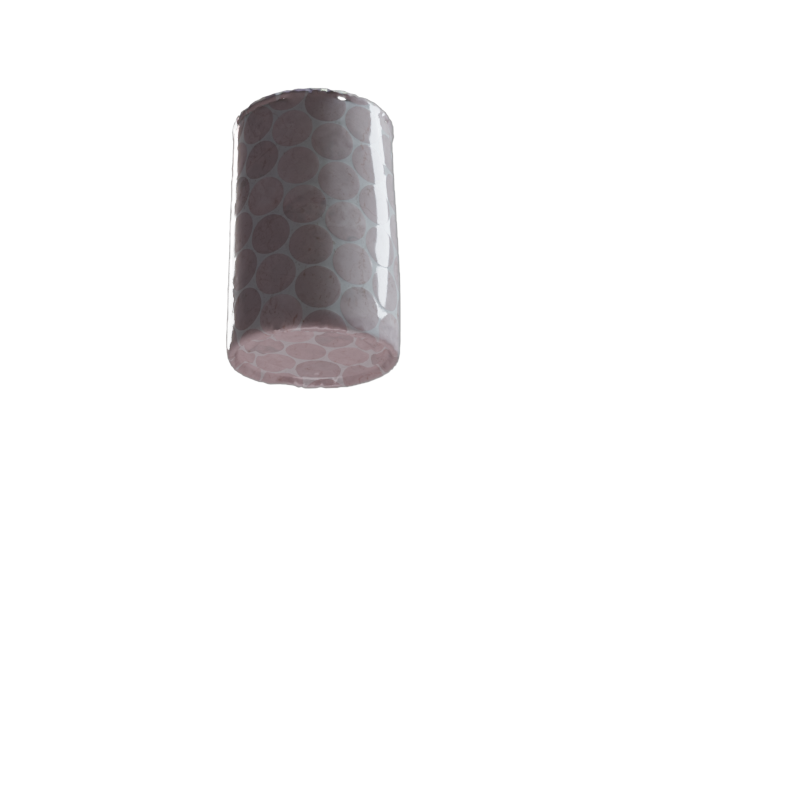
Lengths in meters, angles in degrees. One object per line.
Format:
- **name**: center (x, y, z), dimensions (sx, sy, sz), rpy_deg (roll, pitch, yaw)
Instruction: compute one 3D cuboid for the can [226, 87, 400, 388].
- **can**: center (-0.035, -0.063, 0.442), dimensions (0.068, 0.108, 0.065), rpy_deg (0, -24, -2)
